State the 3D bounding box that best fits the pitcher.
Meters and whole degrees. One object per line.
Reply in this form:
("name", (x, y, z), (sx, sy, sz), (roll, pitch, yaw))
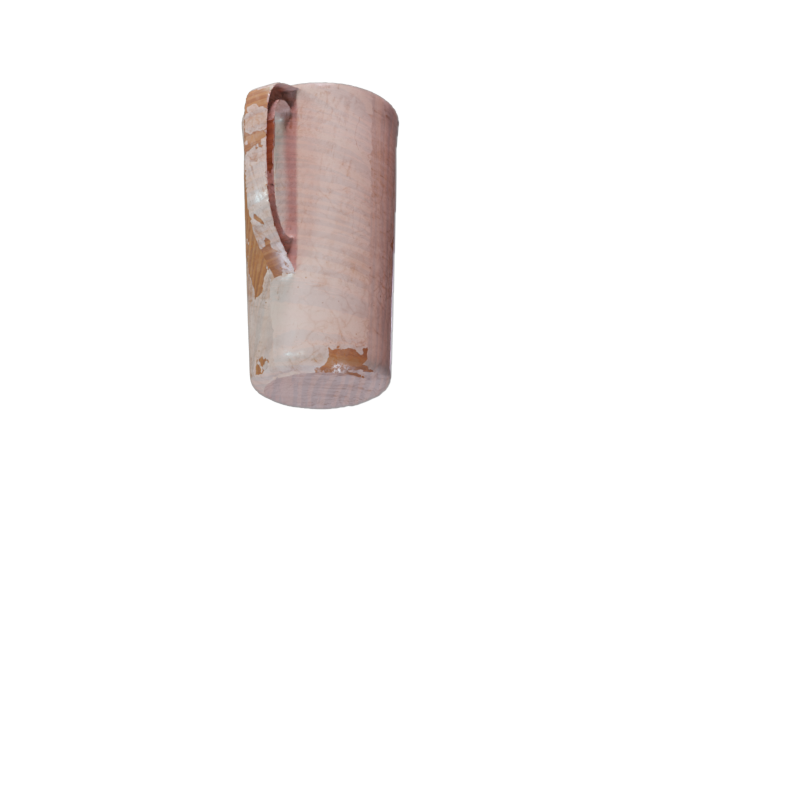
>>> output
("pitcher", (-0.069, -0.126, 0.882), (0.145, 0.257, 0.141), (7, -25, -19))
